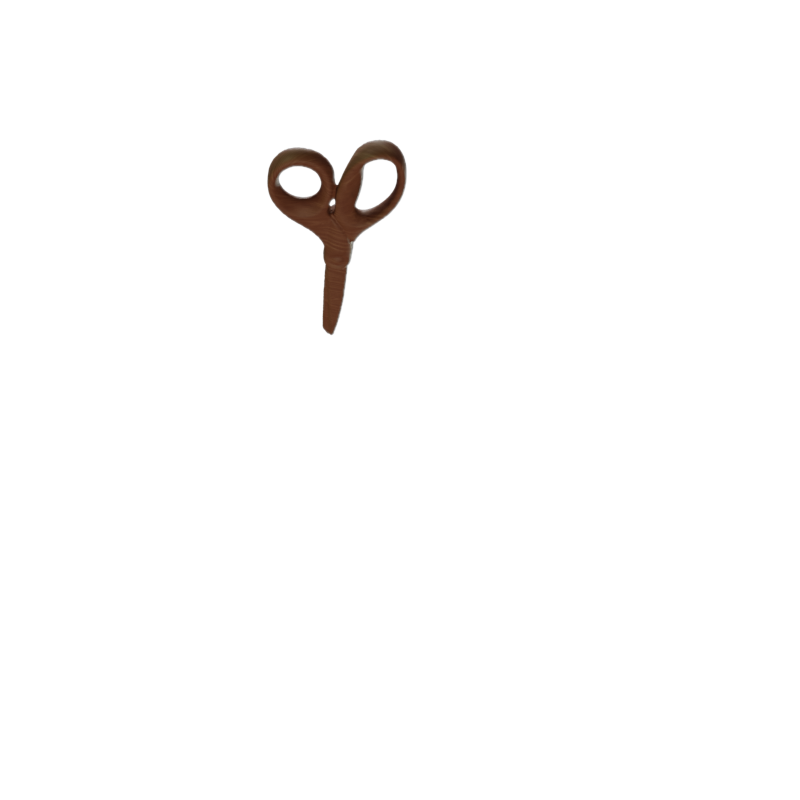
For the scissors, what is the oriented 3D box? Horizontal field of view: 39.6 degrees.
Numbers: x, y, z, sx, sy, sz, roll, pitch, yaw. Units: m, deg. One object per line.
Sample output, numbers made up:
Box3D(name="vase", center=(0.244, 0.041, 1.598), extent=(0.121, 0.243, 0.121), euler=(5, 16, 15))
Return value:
Box3D(name="scissors", center=(-0.058, -0.107, 0.746), extent=(0.093, 0.017, 0.194), euler=(12, -36, -18))
